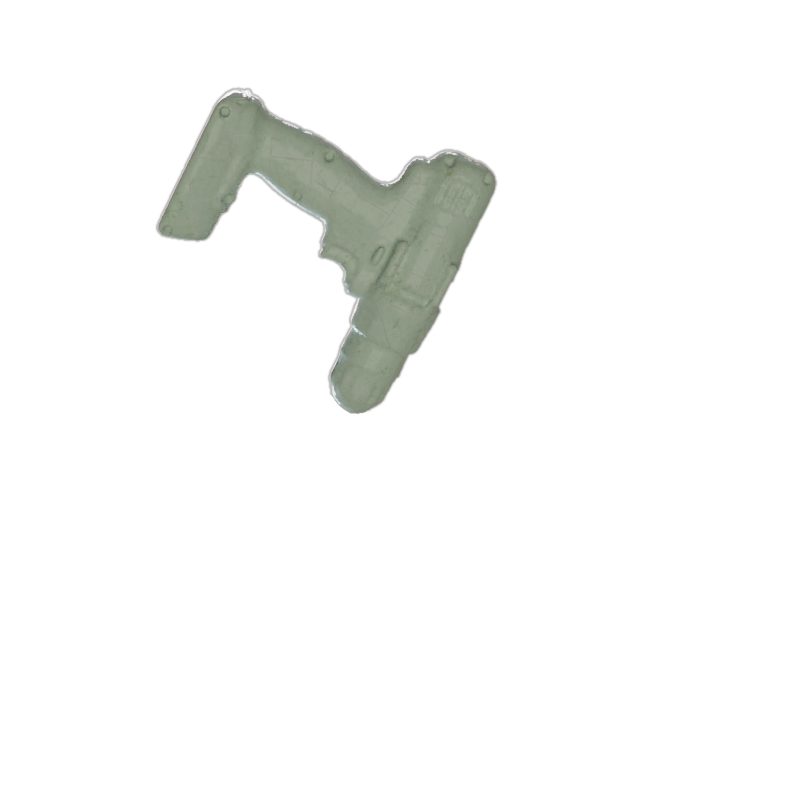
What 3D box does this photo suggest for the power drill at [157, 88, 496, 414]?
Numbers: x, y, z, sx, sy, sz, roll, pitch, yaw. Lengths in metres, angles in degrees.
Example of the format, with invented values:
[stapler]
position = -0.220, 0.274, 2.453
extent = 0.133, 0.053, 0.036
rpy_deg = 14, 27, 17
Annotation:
[power drill]
position = -0.056, -0.102, 0.712
extent = 0.185, 0.181, 0.059
rpy_deg = 25, 10, -5
